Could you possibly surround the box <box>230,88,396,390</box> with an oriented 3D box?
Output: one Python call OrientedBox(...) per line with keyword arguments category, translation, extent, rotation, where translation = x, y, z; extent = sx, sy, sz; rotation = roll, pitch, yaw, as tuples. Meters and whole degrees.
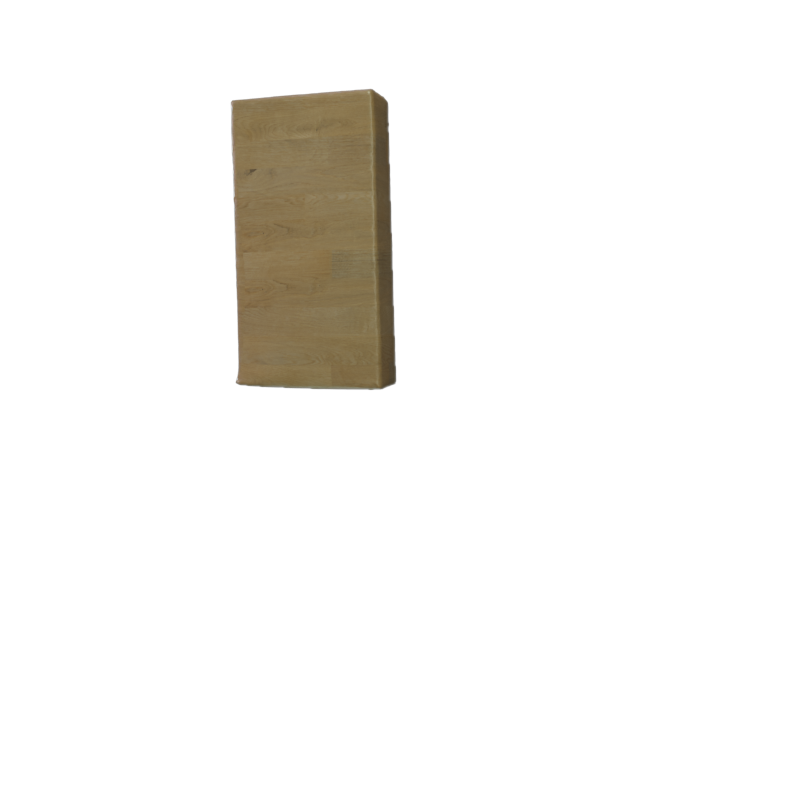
OrientedBox(category="box", translation=(-0.053, -0.096, 0.674), extent=(0.095, 0.178, 0.046), rotation=(-1, -4, 17))
